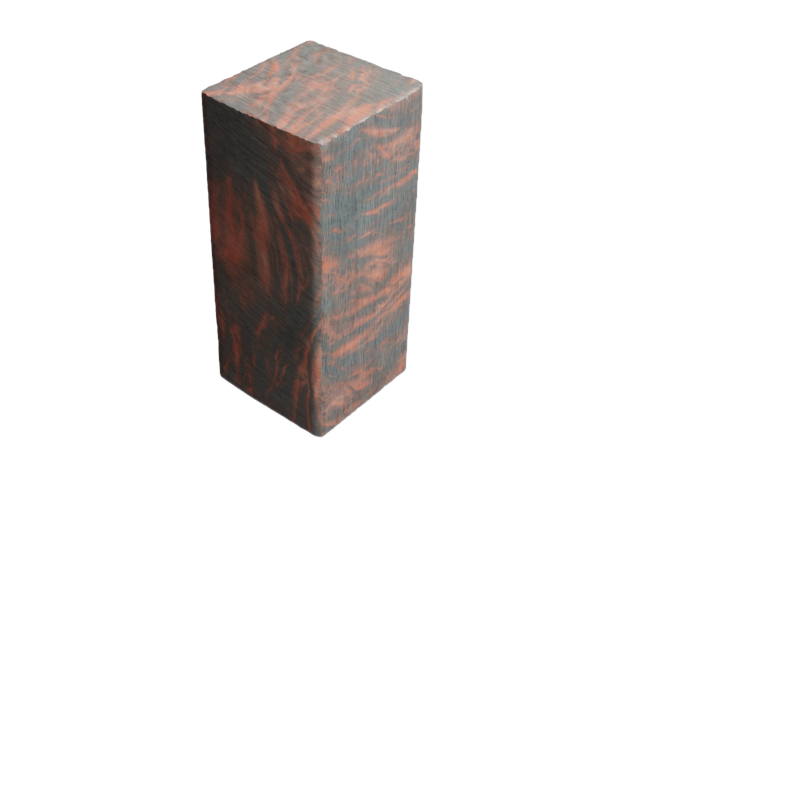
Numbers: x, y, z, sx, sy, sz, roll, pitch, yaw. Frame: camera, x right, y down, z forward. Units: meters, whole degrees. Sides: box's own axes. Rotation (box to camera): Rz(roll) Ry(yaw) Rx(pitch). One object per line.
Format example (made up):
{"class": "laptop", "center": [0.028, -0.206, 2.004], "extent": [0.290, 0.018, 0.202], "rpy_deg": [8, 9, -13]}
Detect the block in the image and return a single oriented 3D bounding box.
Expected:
{"class": "block", "center": [-0.051, -0.094, 0.659], "extent": [0.096, 0.193, 0.091], "rpy_deg": [29, 45, 29]}
